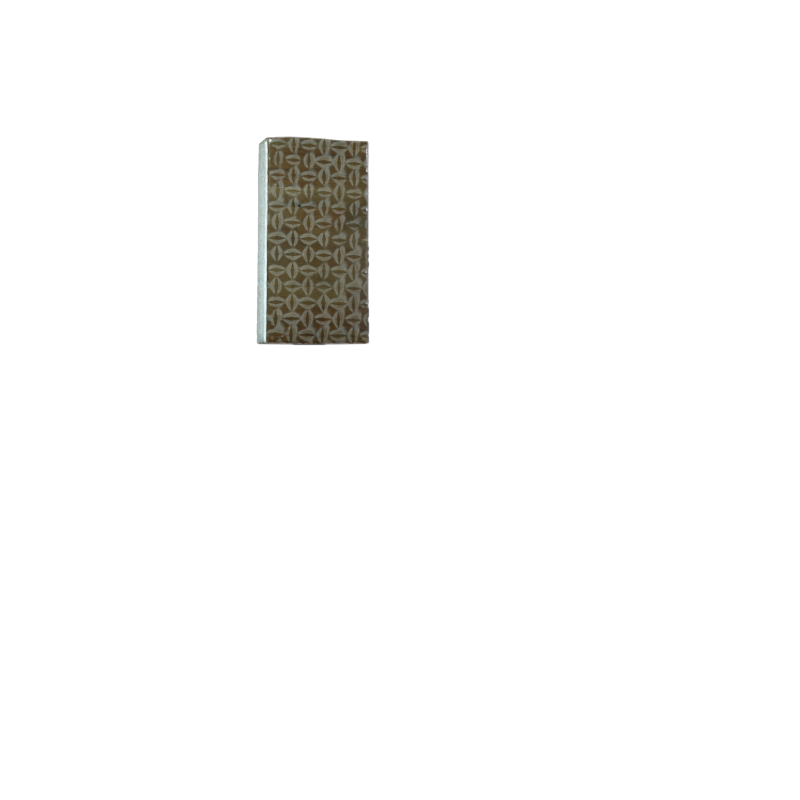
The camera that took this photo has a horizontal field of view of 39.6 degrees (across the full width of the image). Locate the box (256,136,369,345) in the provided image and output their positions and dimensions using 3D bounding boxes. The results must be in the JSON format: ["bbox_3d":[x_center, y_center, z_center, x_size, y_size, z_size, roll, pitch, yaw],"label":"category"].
[{"bbox_3d":[-0.075,-0.136,0.953,0.091,0.178,0.049,0,-3,-15],"label":"box"}]
